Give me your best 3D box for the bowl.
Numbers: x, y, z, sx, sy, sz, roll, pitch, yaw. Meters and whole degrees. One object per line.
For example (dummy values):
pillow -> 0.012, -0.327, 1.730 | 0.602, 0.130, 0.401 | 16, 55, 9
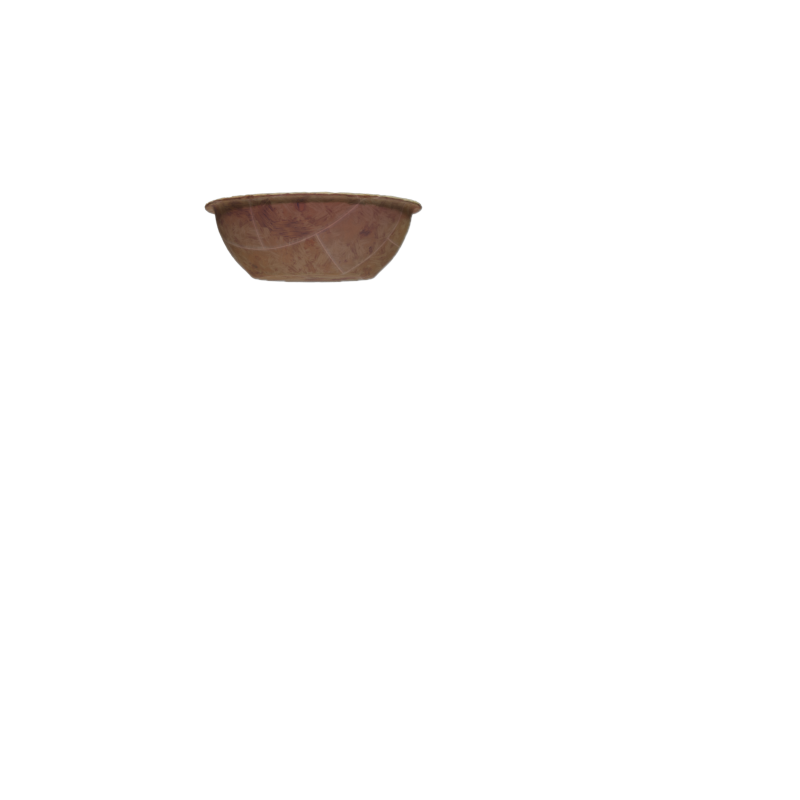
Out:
bowl -> -0.064, -0.117, 0.821 | 0.162, 0.055, 0.162 | 0, 1, -2
